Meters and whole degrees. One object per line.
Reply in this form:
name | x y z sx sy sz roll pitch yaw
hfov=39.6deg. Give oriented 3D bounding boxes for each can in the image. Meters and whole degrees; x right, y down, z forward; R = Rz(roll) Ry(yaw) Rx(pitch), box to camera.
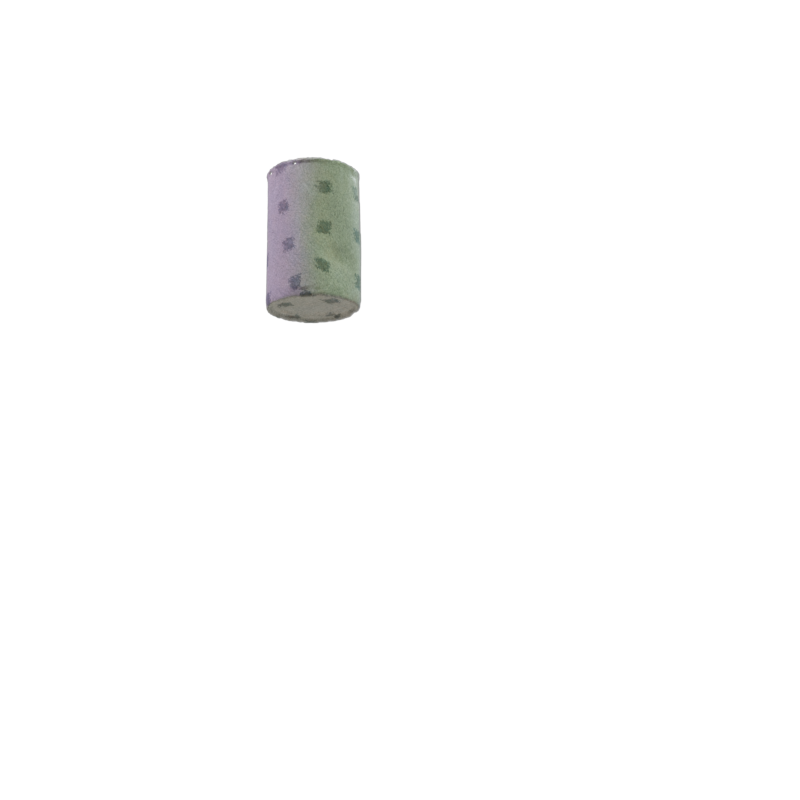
can | -0.062 -0.113 0.790 0.068 0.107 0.066 0 -18 -2
